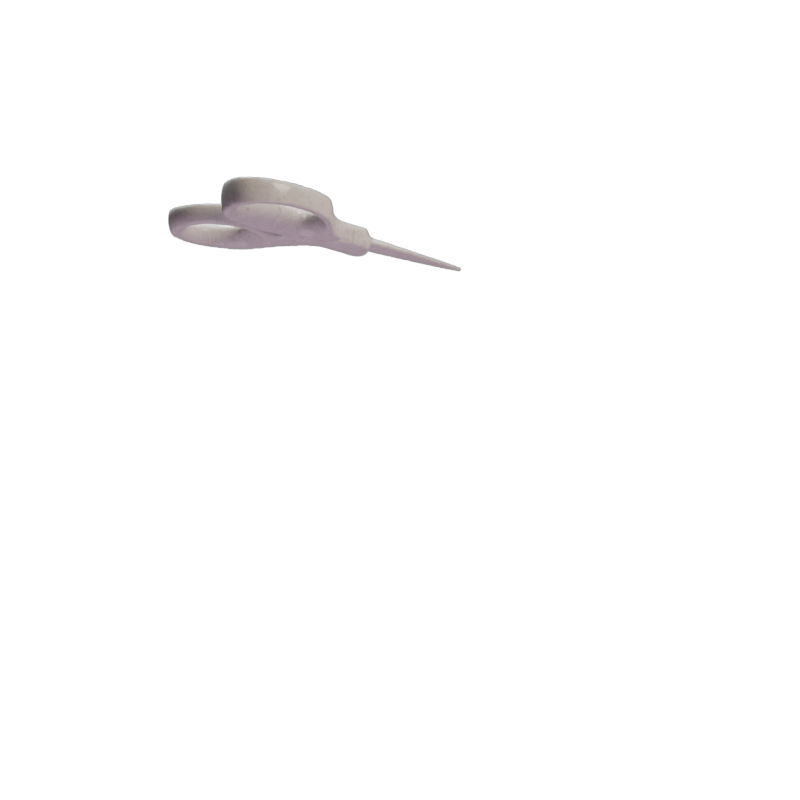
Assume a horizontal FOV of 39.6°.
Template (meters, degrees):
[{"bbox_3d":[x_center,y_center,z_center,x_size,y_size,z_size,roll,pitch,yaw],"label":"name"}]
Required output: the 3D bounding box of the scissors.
[{"bbox_3d":[-0.048,-0.087,0.611,0.099,0.016,0.191,-4,-8,26],"label":"scissors"}]
